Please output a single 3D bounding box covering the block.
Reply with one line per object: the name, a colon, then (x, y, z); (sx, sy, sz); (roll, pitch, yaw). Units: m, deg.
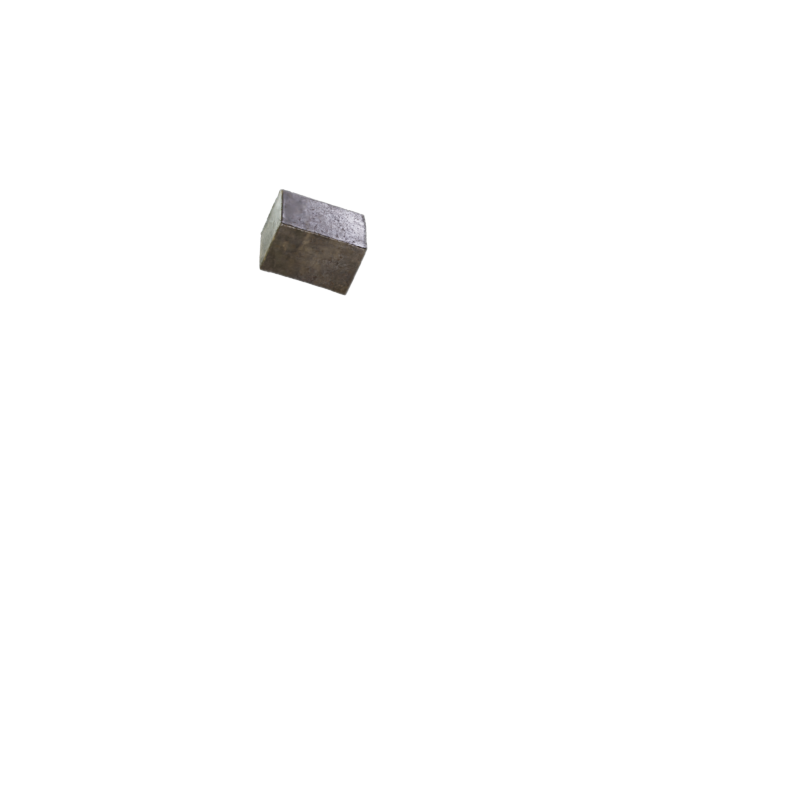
block: (-0.072, -0.131, 0.919); (0.076, 0.050, 0.055); (17, 37, -15)
